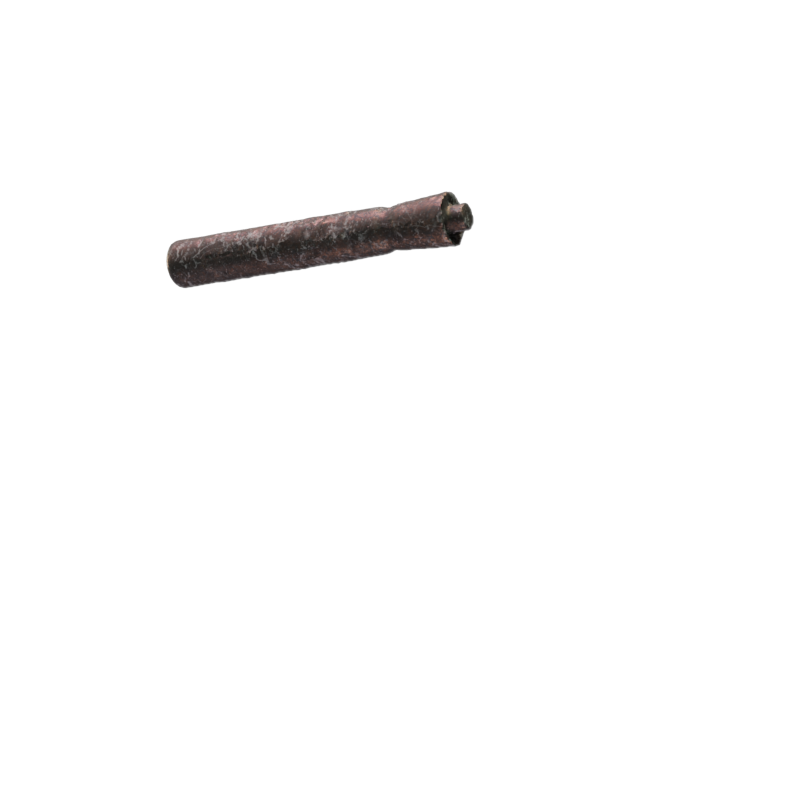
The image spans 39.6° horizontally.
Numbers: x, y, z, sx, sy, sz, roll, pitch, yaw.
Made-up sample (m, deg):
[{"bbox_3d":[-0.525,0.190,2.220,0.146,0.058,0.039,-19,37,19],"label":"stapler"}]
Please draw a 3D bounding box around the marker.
[{"bbox_3d":[-0.031,-0.057,0.398,0.124,0.020,0.019,-5,1,30],"label":"marker"}]
